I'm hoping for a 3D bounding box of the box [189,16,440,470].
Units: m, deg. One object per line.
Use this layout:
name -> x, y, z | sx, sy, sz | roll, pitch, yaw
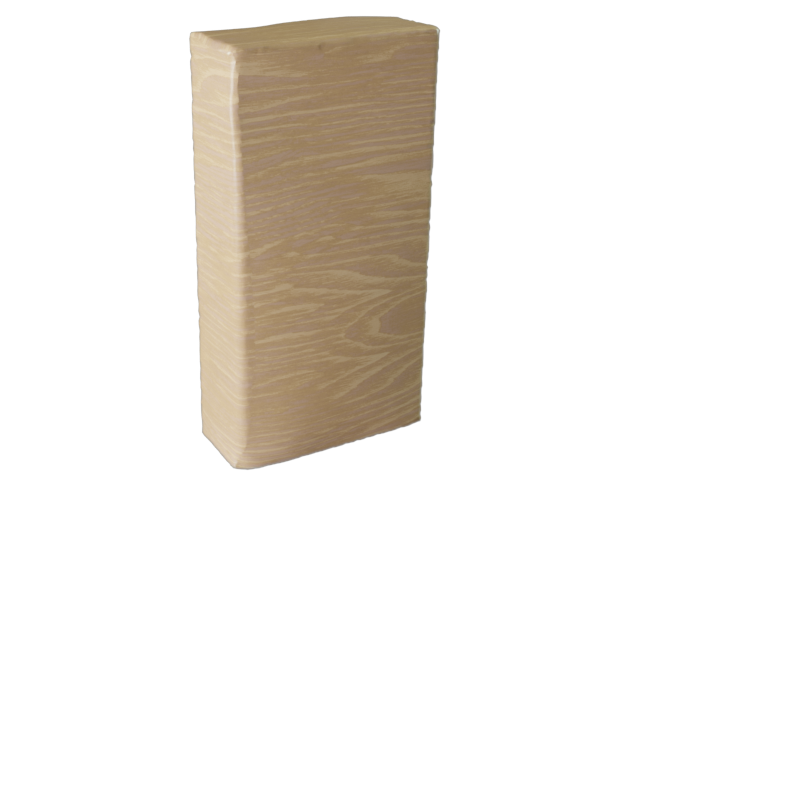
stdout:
box -> -0.036, -0.065, 0.454 | 0.091, 0.168, 0.051 | -12, 24, -30
